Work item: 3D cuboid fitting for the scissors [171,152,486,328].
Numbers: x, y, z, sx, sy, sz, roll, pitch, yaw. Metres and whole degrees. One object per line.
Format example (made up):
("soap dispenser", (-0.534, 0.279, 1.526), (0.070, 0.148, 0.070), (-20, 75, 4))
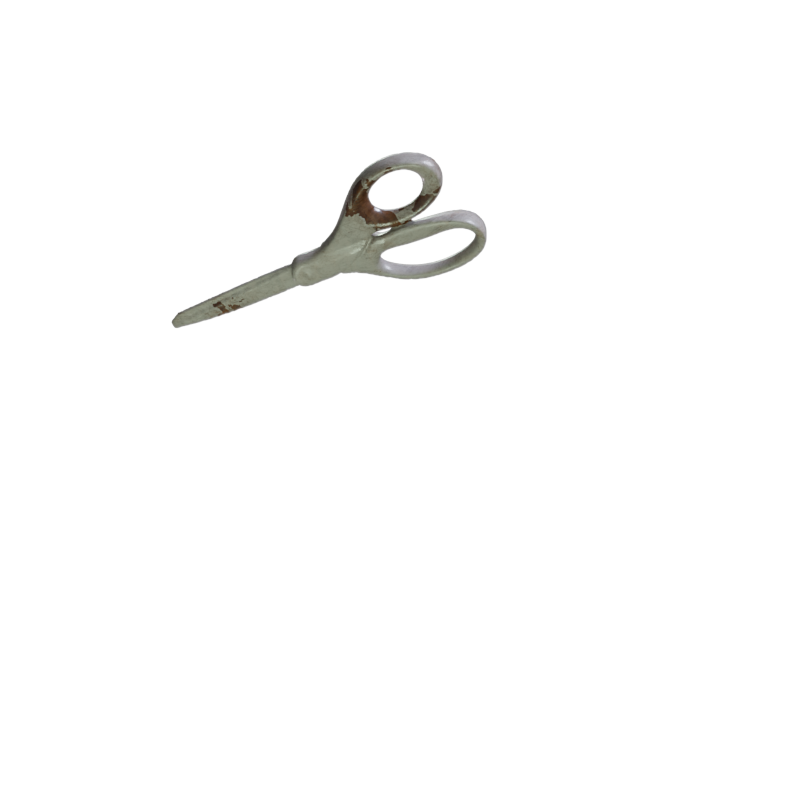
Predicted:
("scissors", (-0.051, -0.094, 0.655), (0.203, 0.089, 0.017), (-9, 41, 7))
